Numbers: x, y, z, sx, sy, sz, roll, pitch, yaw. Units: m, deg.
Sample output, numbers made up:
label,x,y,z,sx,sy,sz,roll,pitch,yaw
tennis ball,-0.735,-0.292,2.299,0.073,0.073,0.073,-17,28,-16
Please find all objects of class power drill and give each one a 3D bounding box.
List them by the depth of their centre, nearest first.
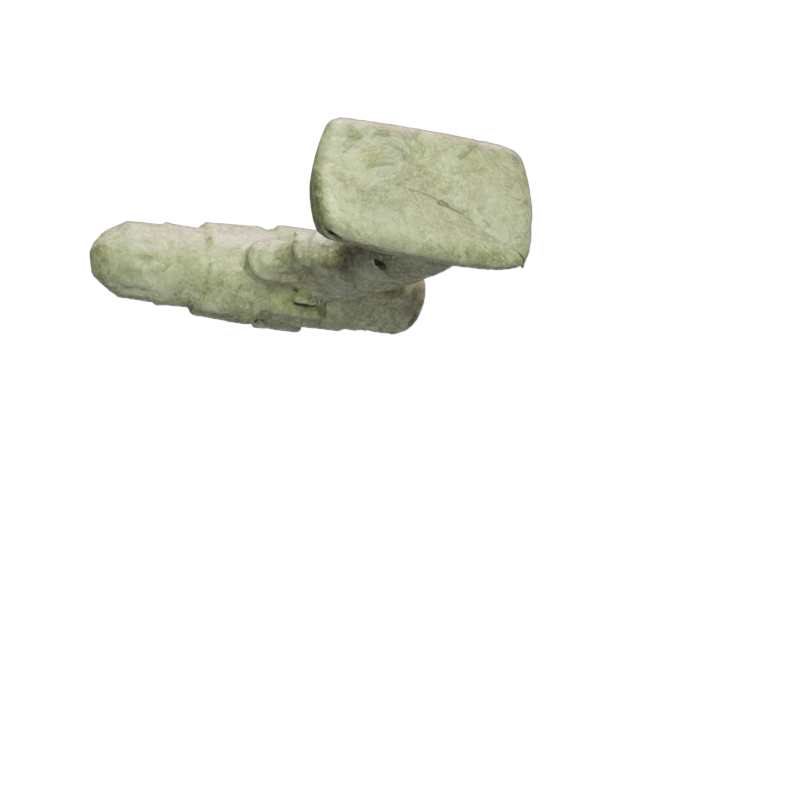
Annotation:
label,x,y,z,sx,sy,sz,roll,pitch,yaw
power drill,-0.042,-0.076,0.533,0.178,0.059,0.189,4,-9,-25
